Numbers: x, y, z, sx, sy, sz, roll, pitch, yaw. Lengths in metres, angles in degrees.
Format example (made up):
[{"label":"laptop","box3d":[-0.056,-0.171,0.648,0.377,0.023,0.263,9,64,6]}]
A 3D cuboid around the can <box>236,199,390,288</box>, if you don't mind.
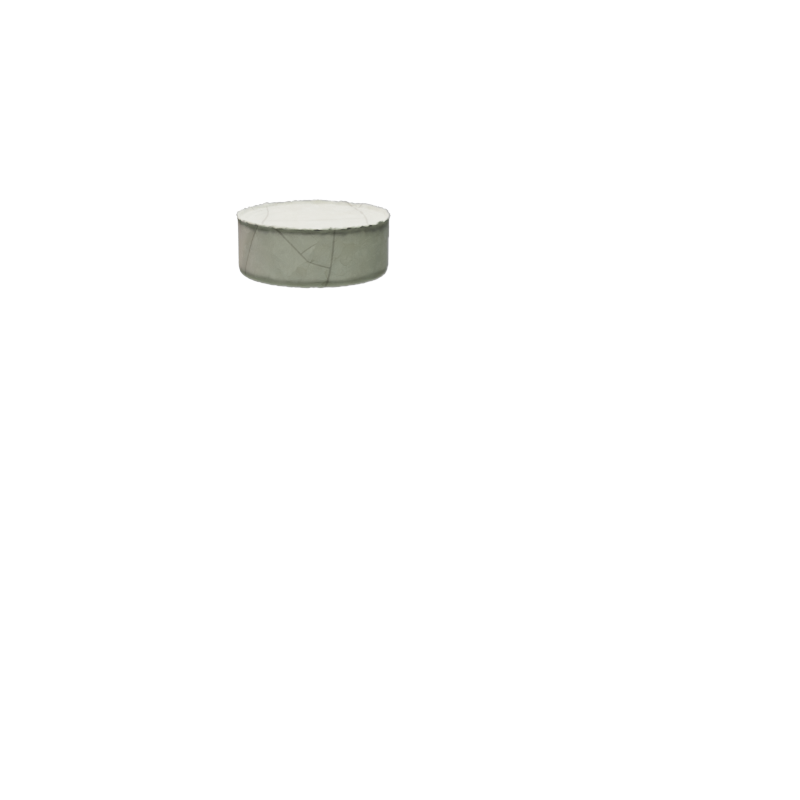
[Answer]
[{"label":"can","box3d":[-0.049,-0.089,0.621,0.086,0.032,0.089,-1,19,-2]}]
